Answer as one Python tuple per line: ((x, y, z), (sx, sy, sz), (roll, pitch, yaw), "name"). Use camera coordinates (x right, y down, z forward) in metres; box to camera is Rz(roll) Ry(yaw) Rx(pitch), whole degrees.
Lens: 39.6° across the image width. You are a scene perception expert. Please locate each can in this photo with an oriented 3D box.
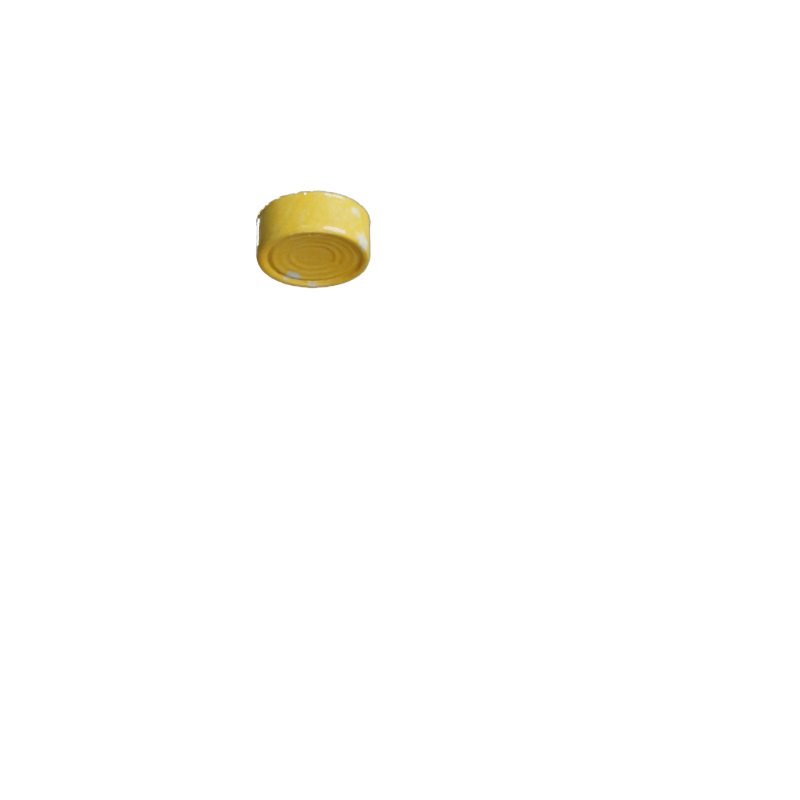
((-0.064, -0.117, 0.820), (0.086, 0.036, 0.081), (1, -27, -2), "can")
